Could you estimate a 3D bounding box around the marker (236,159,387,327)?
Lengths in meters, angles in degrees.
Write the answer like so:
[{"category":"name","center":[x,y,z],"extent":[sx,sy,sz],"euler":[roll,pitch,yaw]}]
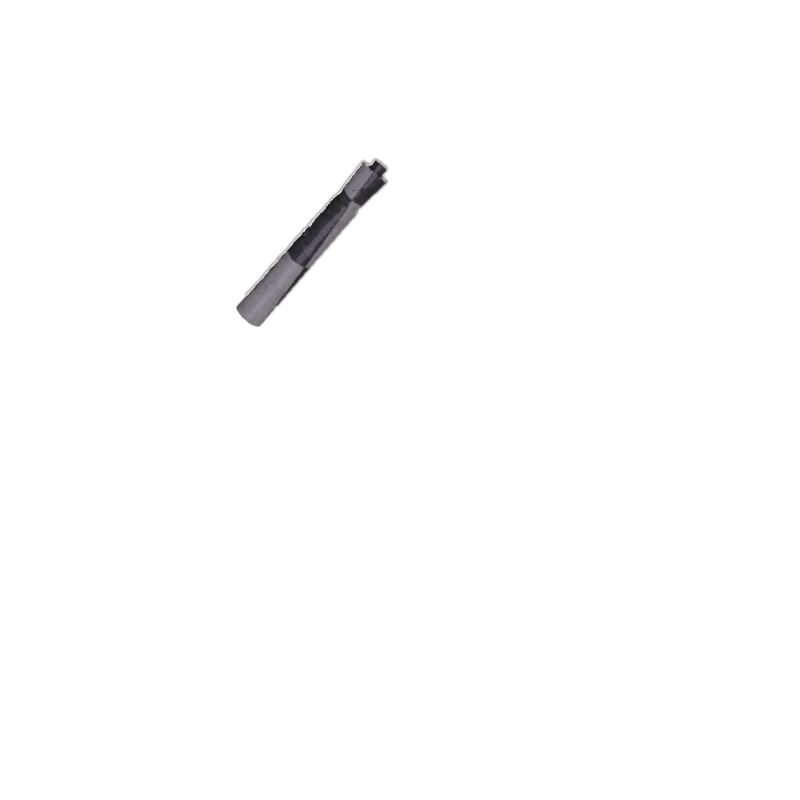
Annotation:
[{"category":"marker","center":[-0.050,-0.092,0.645],"extent":[0.019,0.120,0.021],"euler":[40,12,-15]}]
